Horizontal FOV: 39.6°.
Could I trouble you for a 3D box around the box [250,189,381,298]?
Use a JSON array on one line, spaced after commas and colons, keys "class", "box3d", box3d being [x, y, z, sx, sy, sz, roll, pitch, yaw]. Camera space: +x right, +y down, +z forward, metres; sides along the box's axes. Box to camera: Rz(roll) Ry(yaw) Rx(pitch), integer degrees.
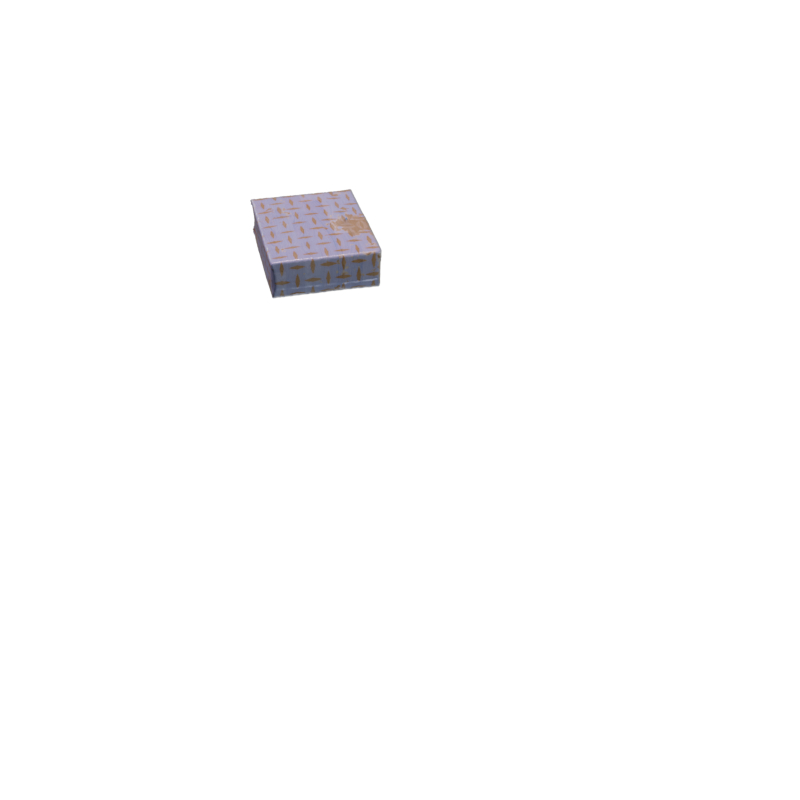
[{"class": "box", "box3d": [-0.072, -0.131, 0.918, 0.089, 0.036, 0.122, -7, 34, -11]}]
